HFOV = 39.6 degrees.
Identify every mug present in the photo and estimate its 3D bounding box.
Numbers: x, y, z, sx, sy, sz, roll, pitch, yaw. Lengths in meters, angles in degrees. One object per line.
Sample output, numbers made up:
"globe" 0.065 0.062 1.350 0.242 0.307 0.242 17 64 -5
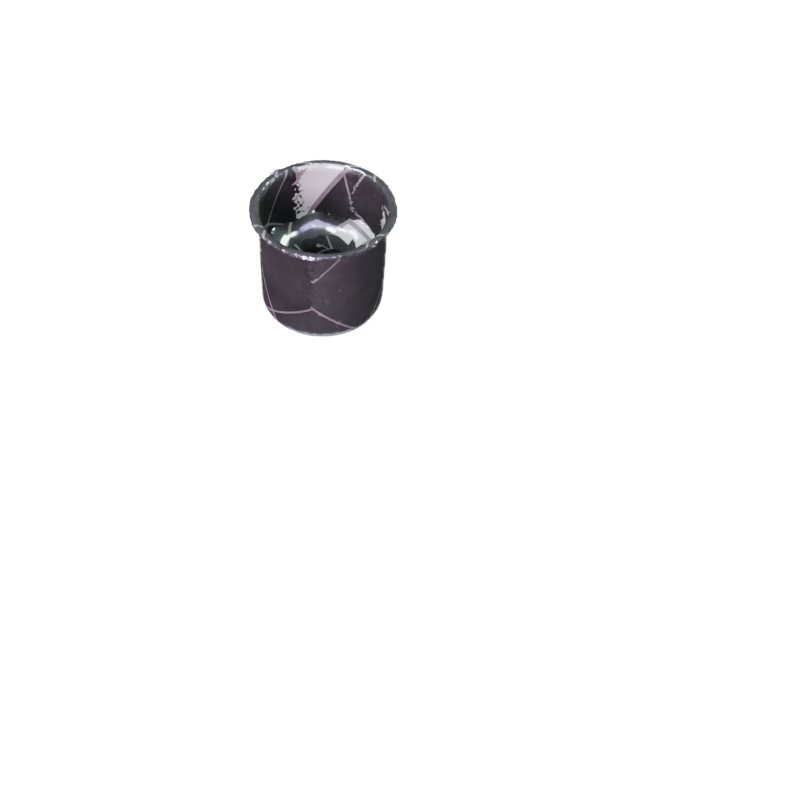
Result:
"mug" -0.057 -0.104 0.728 0.093 0.076 0.126 -24 53 -22
